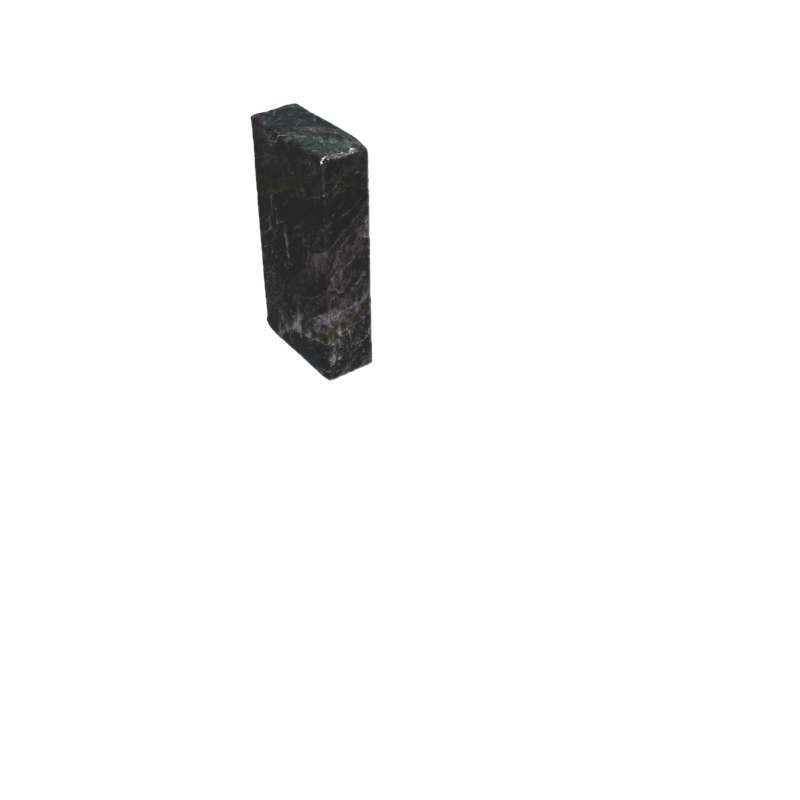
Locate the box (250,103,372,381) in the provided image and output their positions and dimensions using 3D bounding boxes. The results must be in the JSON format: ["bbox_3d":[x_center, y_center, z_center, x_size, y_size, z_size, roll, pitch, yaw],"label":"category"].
[{"bbox_3d":[-0.061,-0.112,0.787,0.047,0.166,0.100,-18,38,-30],"label":"box"}]
